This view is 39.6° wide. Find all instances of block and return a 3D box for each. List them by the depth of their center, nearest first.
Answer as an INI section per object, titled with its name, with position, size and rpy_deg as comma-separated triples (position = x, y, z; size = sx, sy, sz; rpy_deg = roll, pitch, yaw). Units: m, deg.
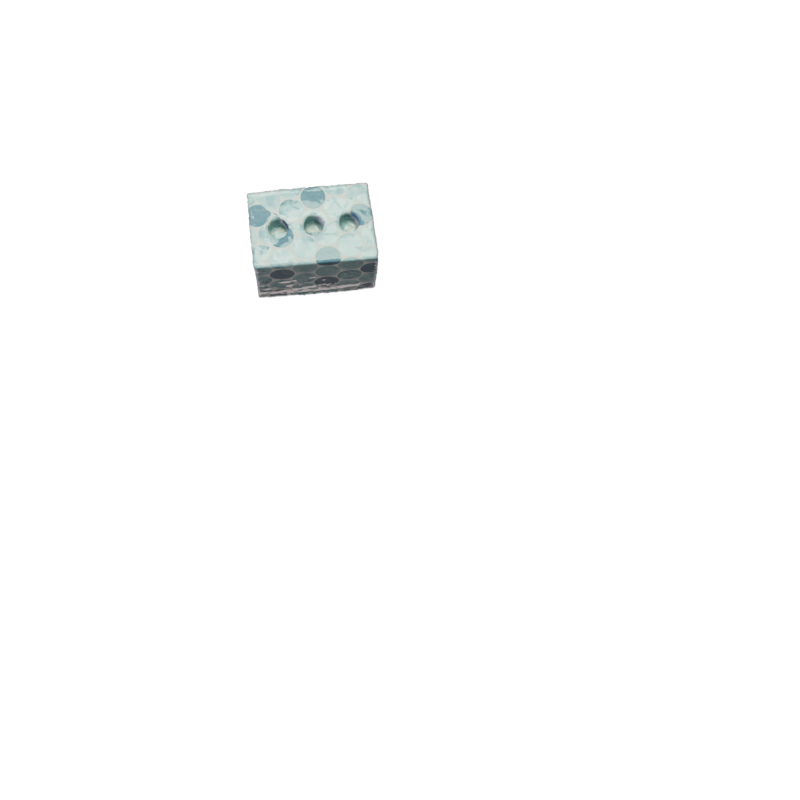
[block]
position = -0.055, -0.099, 0.697
size = 0.078, 0.056, 0.049
rpy_deg = -6, -21, -4
